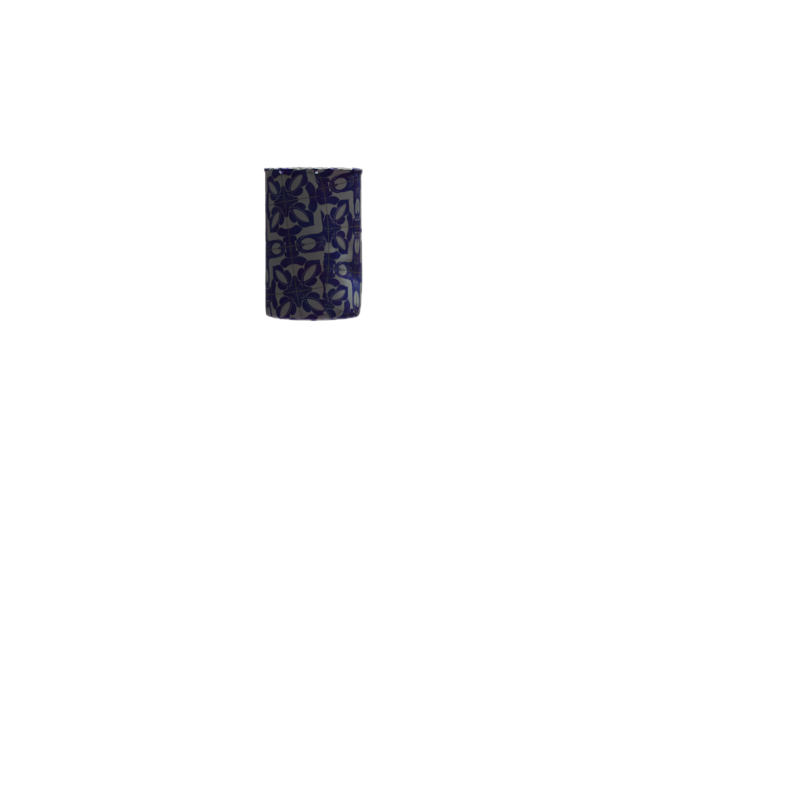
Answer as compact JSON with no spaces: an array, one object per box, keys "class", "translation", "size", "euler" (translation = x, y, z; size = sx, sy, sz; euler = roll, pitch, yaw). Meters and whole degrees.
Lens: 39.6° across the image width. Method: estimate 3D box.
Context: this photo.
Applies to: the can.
[{"class":"can","translation":[-0.060,-0.109,0.764],"size":[0.068,0.101,0.069],"euler":[0,6,-2]}]
